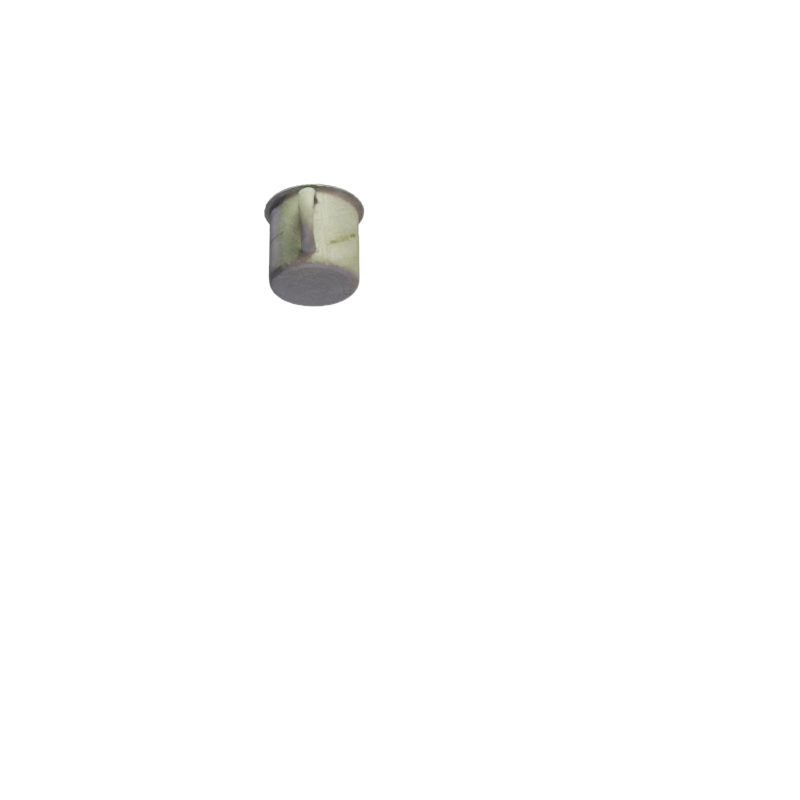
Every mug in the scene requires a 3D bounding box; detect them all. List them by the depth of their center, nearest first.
[{"bbox_3d":[-0.078,-0.143,0.999,0.093,0.087,0.110,-1,-27,0],"label":"mug"}]
